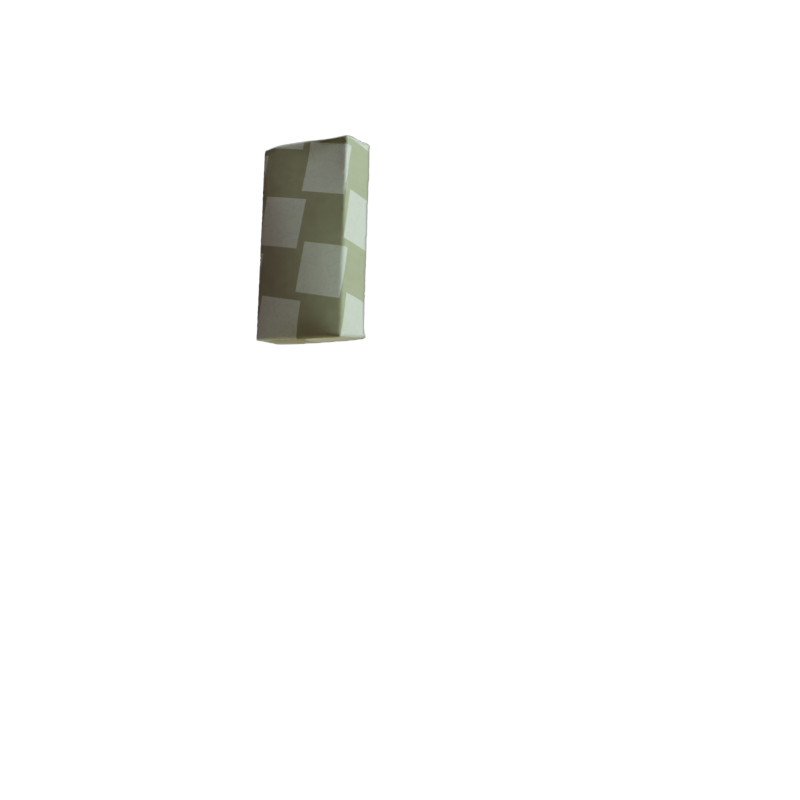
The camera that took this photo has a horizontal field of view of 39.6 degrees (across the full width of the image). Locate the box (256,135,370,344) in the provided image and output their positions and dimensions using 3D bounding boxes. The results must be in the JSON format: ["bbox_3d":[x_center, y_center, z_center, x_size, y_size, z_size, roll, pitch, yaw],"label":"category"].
[{"bbox_3d":[-0.077,-0.139,0.975,0.096,0.180,0.046,-5,-10,32],"label":"box"}]
